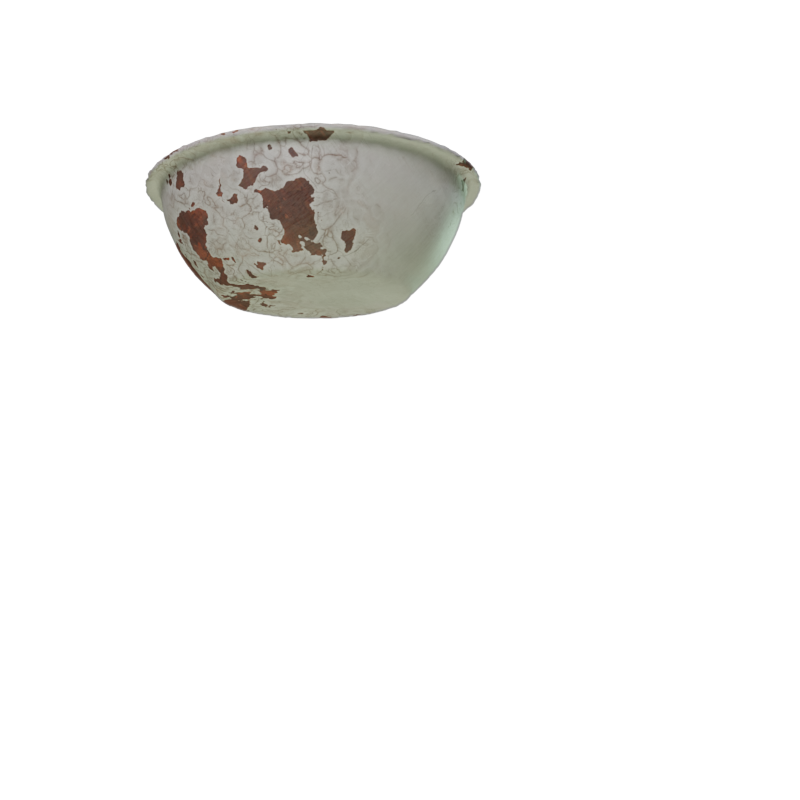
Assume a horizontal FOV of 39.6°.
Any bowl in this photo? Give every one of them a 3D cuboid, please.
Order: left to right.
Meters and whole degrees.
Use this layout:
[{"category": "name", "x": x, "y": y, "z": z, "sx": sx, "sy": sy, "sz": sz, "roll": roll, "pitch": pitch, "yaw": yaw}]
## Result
[{"category": "bowl", "x": -0.042, "y": -0.076, "z": 0.531, "sx": 0.162, "sy": 0.057, "sz": 0.157, "roll": 0, "pitch": -10, "yaw": -2}]
